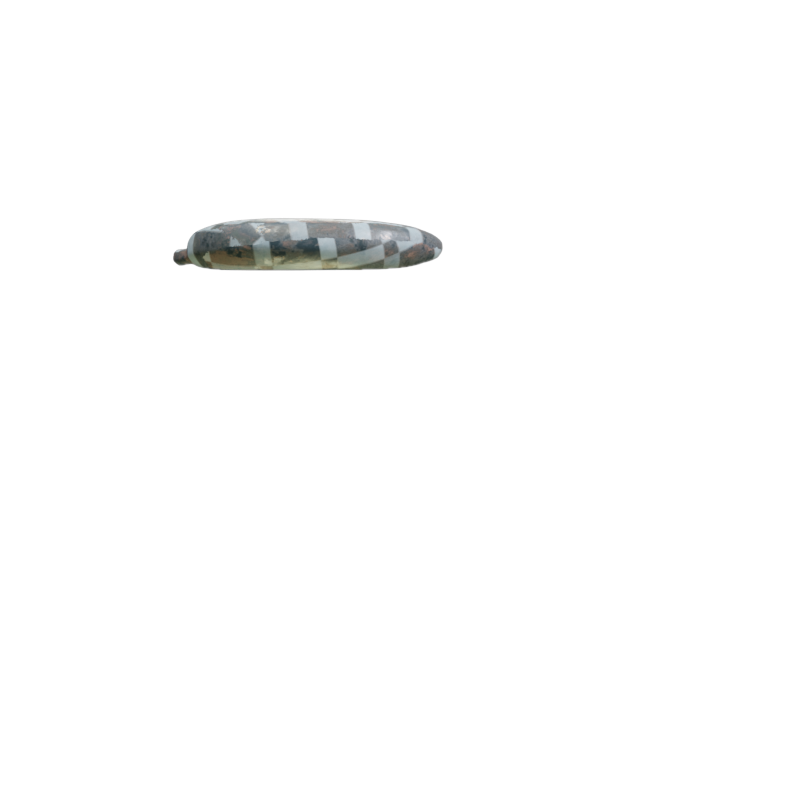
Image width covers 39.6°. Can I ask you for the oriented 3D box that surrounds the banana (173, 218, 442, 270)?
[{"bbox_3d":[-0.065,-0.111,0.787,0.197,0.036,0.071,0,10,-2],"label":"banana"}]
